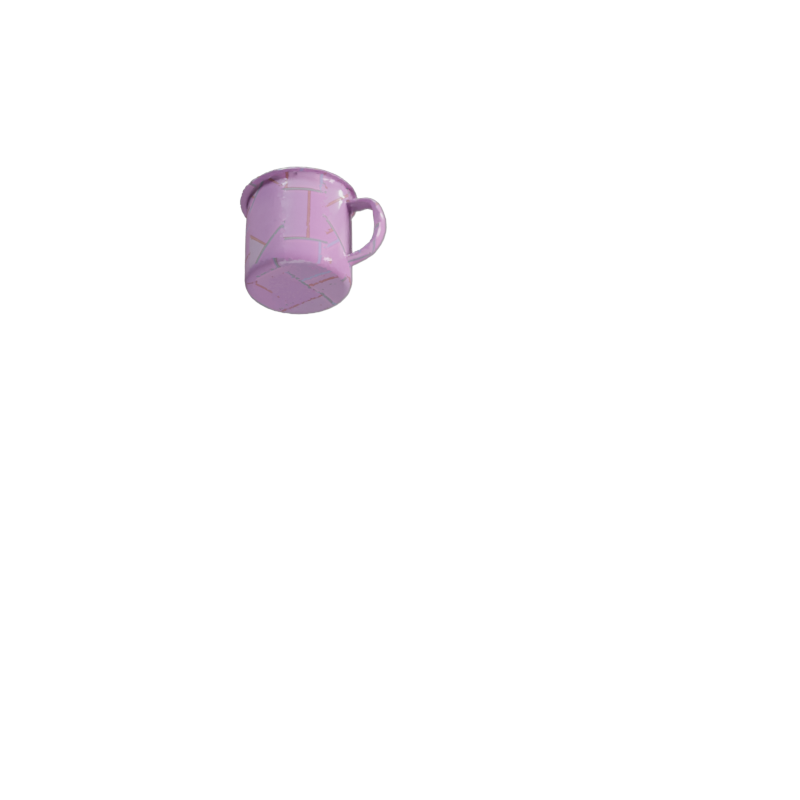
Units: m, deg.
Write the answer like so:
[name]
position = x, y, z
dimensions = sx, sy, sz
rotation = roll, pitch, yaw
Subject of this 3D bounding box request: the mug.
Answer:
[mug]
position = -0.066, -0.121, 0.846
dimensions = 0.119, 0.087, 0.086
rotation = -10, -31, 15
